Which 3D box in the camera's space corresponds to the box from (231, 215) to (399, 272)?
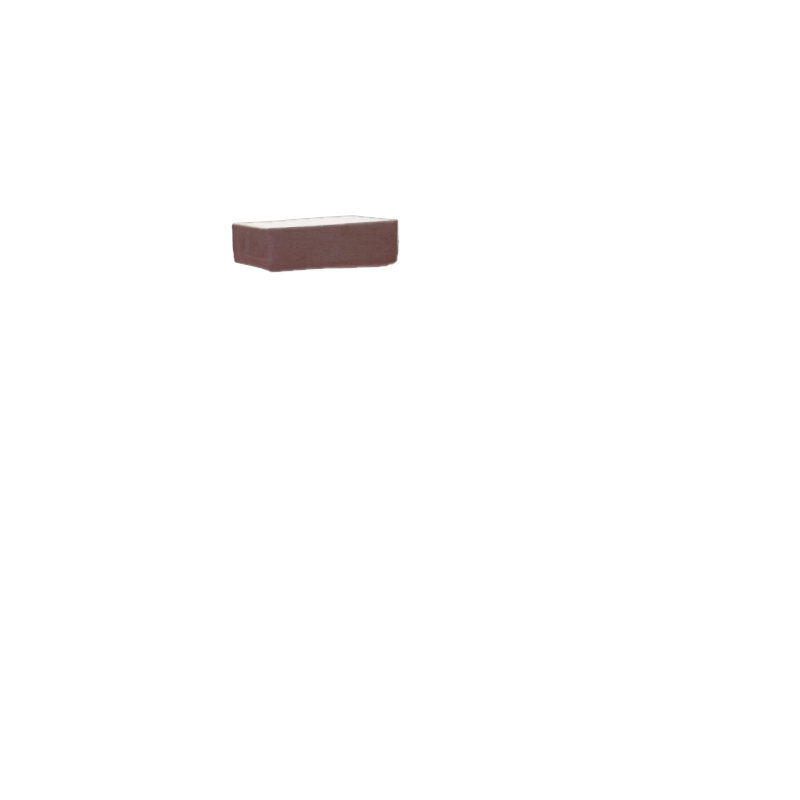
[{"bbox_3d":[-0.070,-0.128,0.893,0.111,0.038,0.094,-5,13,-23],"label":"box"}]
